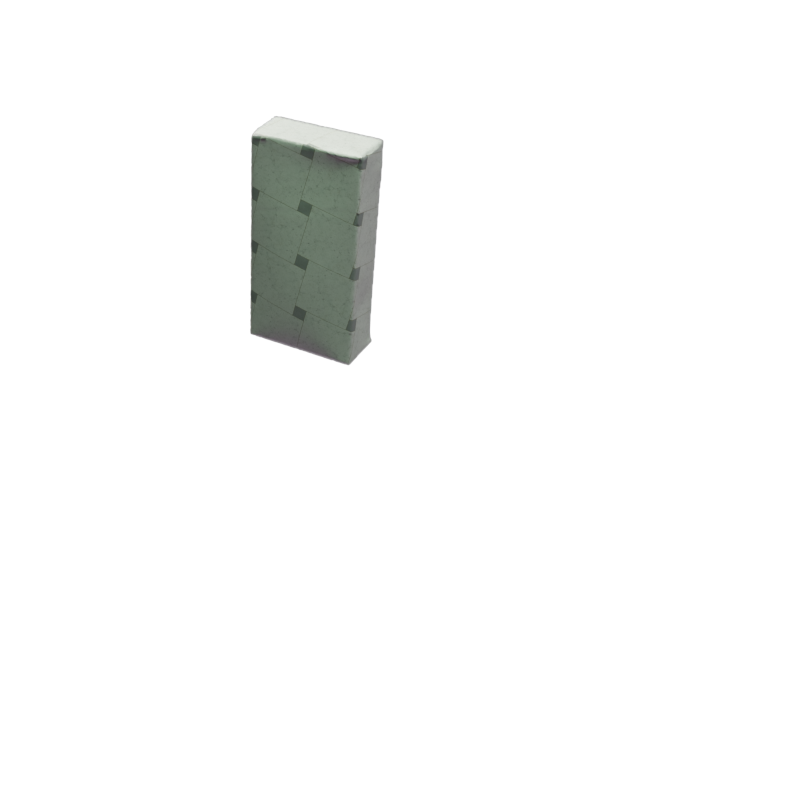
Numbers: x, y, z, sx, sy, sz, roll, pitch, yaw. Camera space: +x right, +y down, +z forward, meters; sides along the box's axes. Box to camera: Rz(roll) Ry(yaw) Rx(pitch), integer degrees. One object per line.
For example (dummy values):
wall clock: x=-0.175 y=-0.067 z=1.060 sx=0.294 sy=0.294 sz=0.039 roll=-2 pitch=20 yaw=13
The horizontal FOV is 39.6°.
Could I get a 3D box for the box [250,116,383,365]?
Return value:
box: x=-0.066 y=-0.120 z=0.843 sx=0.097 sy=0.165 sz=0.049 roll=17 pitch=35 yaw=21
